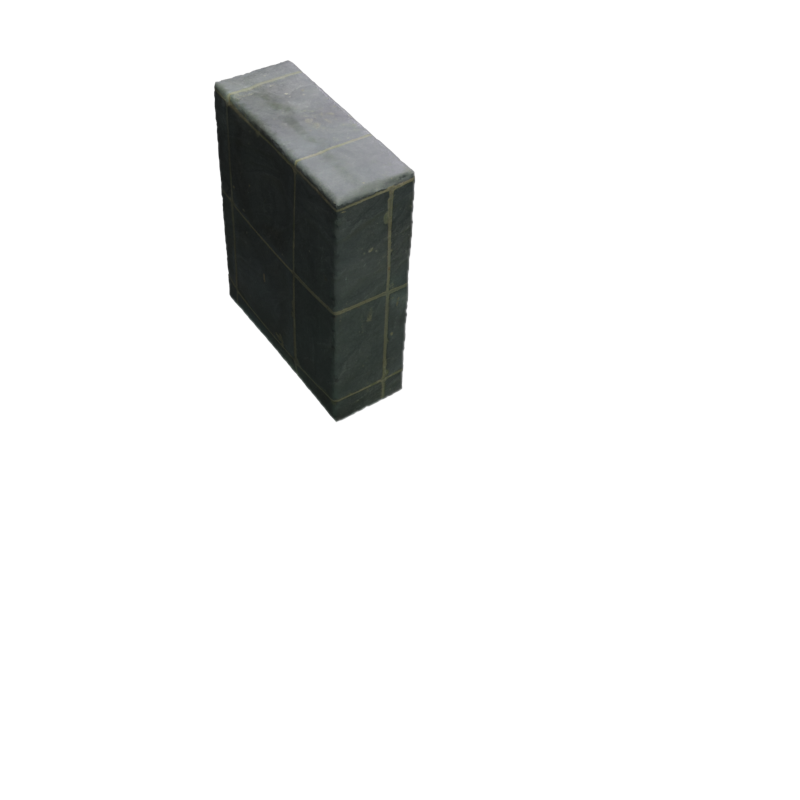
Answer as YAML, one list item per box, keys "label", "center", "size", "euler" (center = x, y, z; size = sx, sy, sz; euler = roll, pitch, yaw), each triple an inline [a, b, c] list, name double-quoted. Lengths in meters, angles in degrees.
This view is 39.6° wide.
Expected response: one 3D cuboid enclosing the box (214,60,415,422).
- label: "box"
  center: [-0.064, -0.116, 0.814]
  size: [0.071, 0.199, 0.177]
  euler: [-23, 51, -24]
